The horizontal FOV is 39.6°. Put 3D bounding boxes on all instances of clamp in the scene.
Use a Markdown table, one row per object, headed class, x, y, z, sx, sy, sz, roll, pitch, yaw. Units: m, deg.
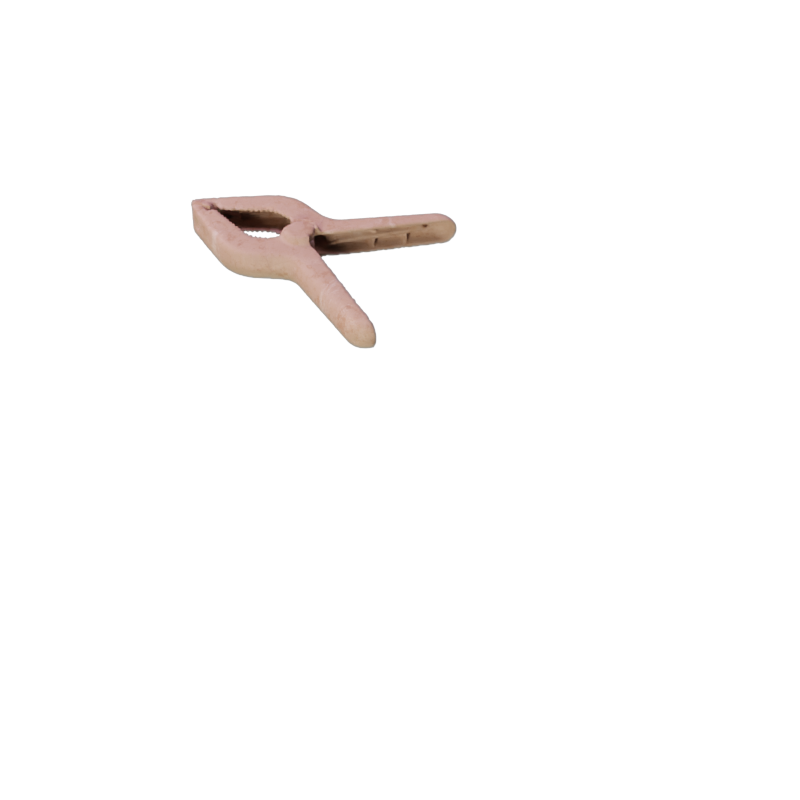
| class | x | y | z | sx | sy | sz | roll | pitch | yaw |
| --- | --- | --- | --- | --- | --- | --- | --- | --- | --- |
| clamp | -0.069 | -0.126 | 0.884 | 0.221 | 0.034 | 0.168 | 23 | 45 | 25 |
